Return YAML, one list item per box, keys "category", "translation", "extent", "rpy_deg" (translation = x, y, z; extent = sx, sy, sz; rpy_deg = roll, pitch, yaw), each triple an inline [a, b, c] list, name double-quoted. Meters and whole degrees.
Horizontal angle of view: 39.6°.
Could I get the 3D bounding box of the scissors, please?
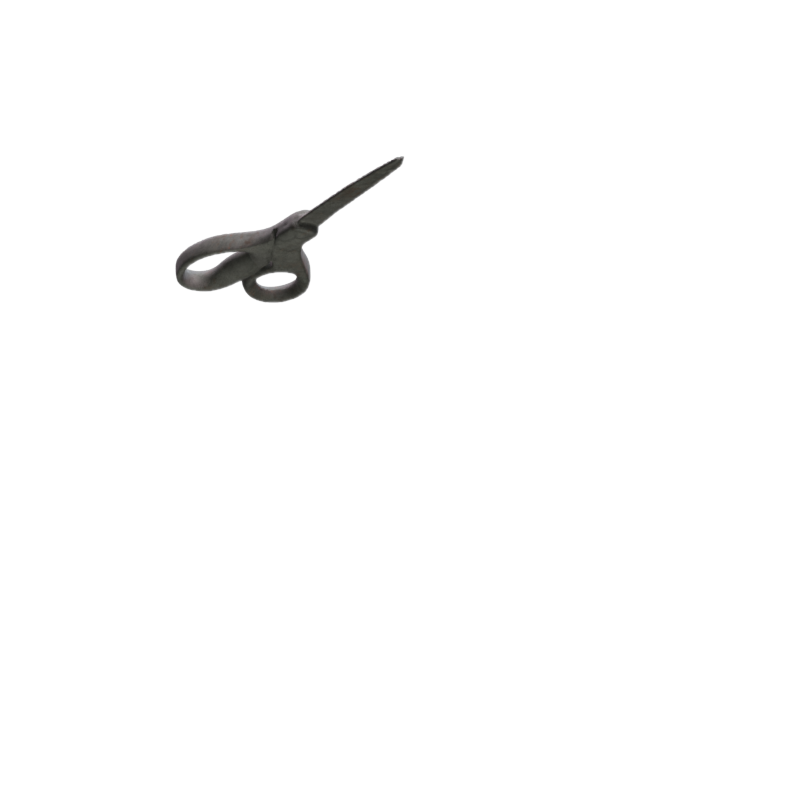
- category: "scissors"
  translation: [-0.054, -0.098, 0.687]
  extent: [0.205, 0.017, 0.090]
  rpy_deg: [-15, -25, 35]
